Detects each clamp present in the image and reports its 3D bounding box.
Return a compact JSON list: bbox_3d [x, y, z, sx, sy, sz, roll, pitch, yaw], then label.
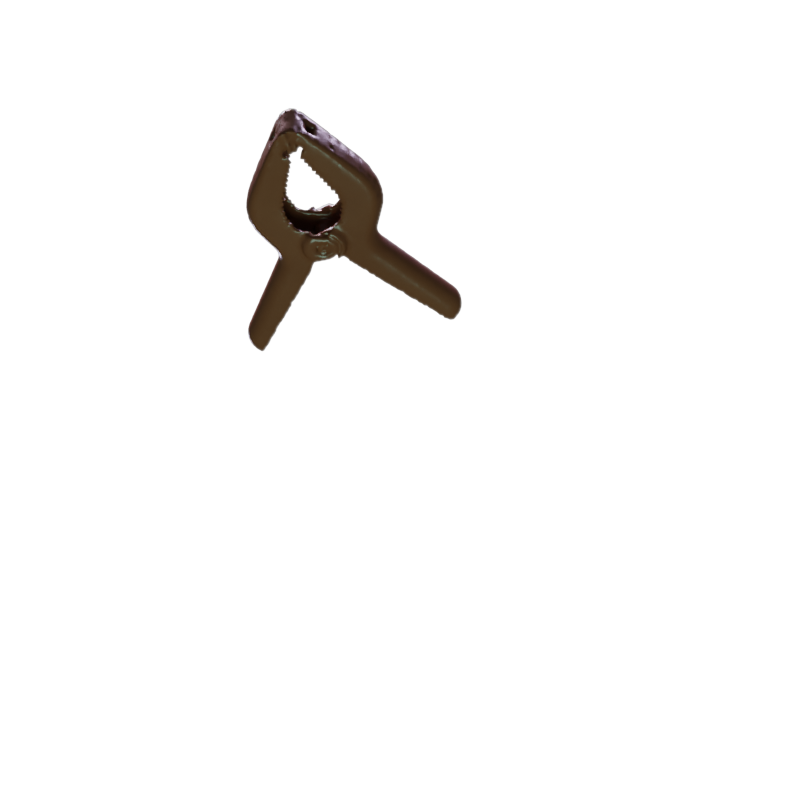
[{"bbox_3d":[-0.062,-0.113,0.792,0.166,0.039,0.194,-14,-46,14],"label":"clamp"}]
